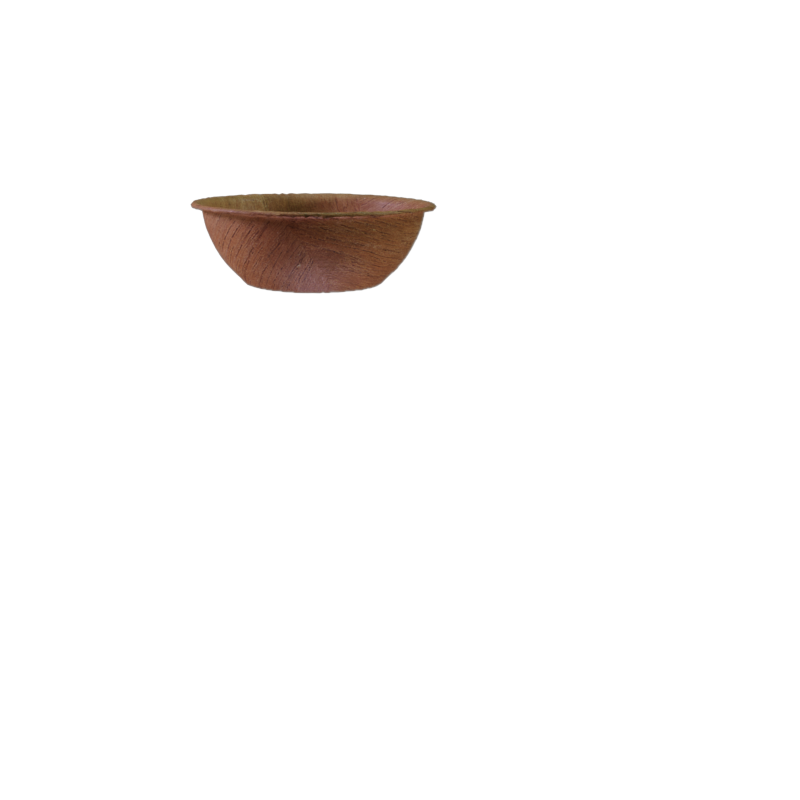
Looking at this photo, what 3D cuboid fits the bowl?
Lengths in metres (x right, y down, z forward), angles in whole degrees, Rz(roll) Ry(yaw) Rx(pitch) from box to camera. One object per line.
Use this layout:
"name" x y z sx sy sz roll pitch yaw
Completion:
"bowl" -0.058 -0.105 0.735 0.162 0.054 0.167 0 14 -2
